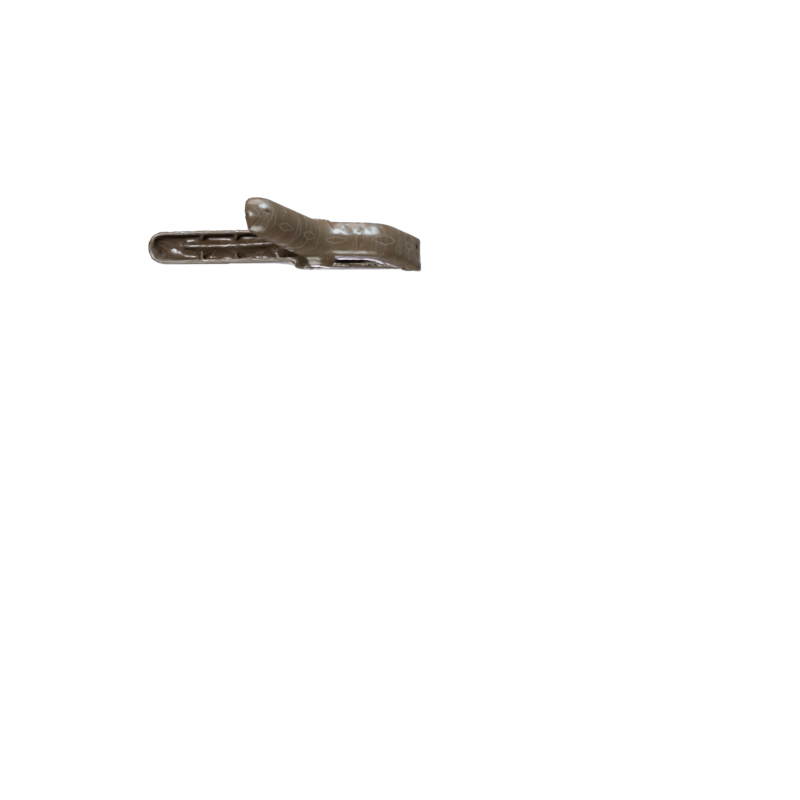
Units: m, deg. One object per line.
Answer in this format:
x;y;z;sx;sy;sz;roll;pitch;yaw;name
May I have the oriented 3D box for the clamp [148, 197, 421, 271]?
-0.065;-0.119;0.831;0.203;0.037;0.168;1;-2;-28;clamp
